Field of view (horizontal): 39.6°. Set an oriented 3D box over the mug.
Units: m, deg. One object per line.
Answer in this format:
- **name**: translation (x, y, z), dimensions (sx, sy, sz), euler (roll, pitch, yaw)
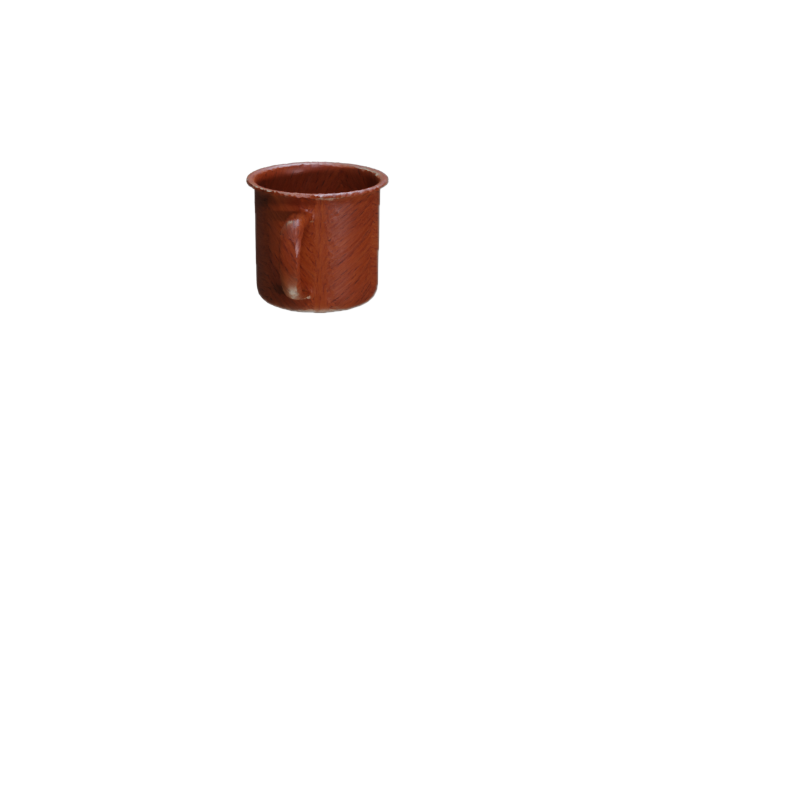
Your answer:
- **mug**: translation (-0.057, -0.103, 0.722), dimensions (0.095, 0.078, 0.121), euler (4, 22, 8)
